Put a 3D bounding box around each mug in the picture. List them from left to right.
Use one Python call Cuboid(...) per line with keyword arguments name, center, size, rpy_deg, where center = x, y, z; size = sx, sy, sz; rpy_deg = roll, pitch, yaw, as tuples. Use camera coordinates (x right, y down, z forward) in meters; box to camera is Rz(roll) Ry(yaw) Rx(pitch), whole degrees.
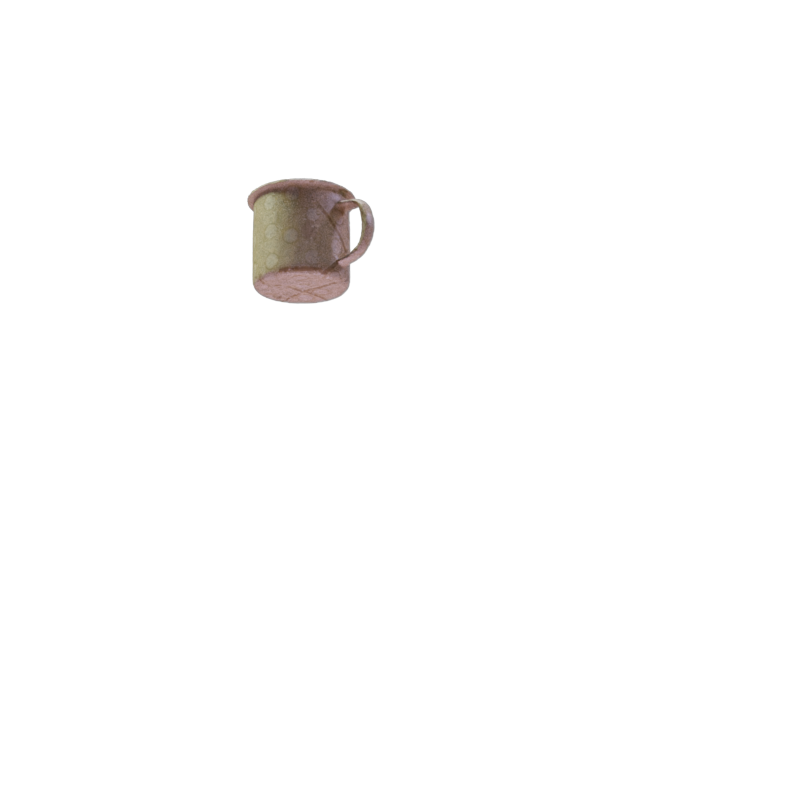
Cuboid(name="mug", center=(-0.073, -0.132, 0.927), size=(0.119, 0.085, 0.087), rpy_deg=(-10, -20, 29))
